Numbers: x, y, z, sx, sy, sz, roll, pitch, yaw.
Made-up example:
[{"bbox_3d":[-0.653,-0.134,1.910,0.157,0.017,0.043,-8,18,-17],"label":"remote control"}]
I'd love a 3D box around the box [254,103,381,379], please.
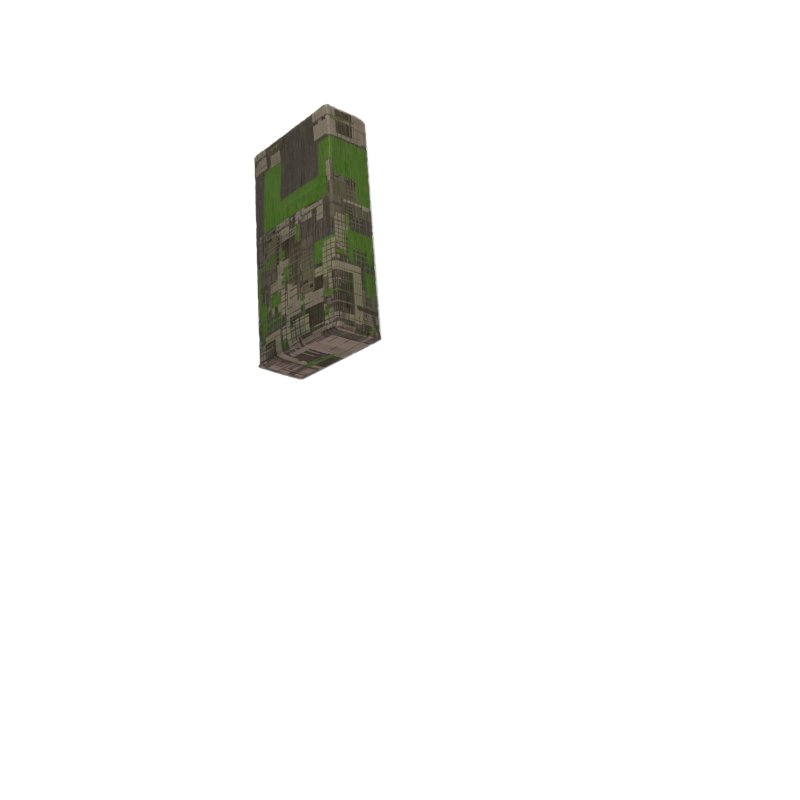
[{"bbox_3d":[-0.062,-0.113,0.793,0.045,0.187,0.093,20,-33,-37],"label":"box"}]
